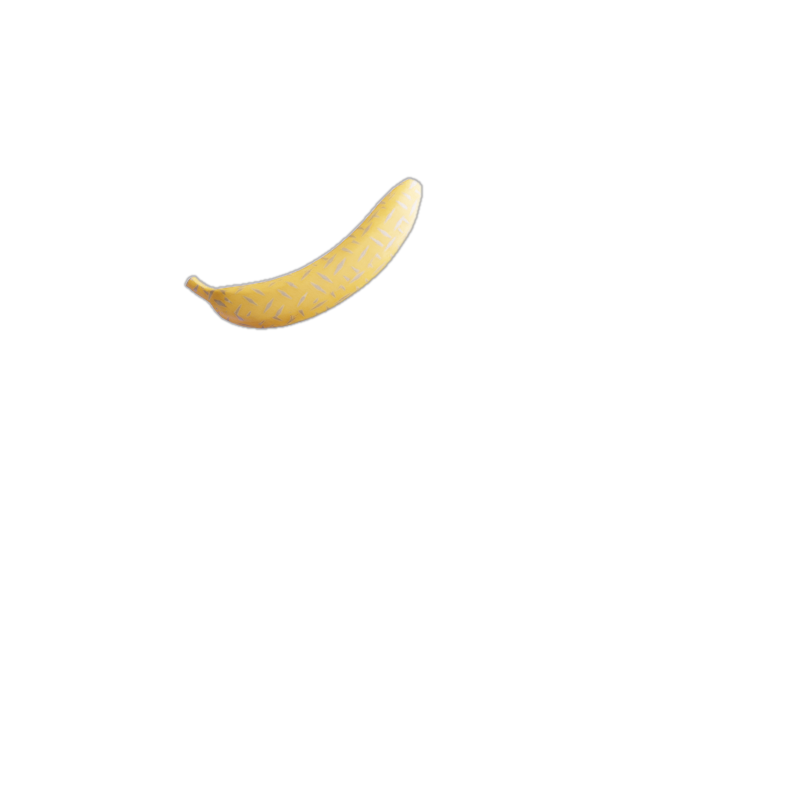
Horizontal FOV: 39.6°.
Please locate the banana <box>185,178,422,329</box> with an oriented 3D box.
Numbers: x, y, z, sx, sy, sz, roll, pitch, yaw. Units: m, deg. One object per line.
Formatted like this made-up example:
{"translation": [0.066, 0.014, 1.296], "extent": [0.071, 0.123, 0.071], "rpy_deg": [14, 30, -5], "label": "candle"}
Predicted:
{"translation": [-0.062, -0.102, 0.843], "extent": [0.197, 0.071, 0.036], "rpy_deg": [-24, -8, -5], "label": "banana"}
